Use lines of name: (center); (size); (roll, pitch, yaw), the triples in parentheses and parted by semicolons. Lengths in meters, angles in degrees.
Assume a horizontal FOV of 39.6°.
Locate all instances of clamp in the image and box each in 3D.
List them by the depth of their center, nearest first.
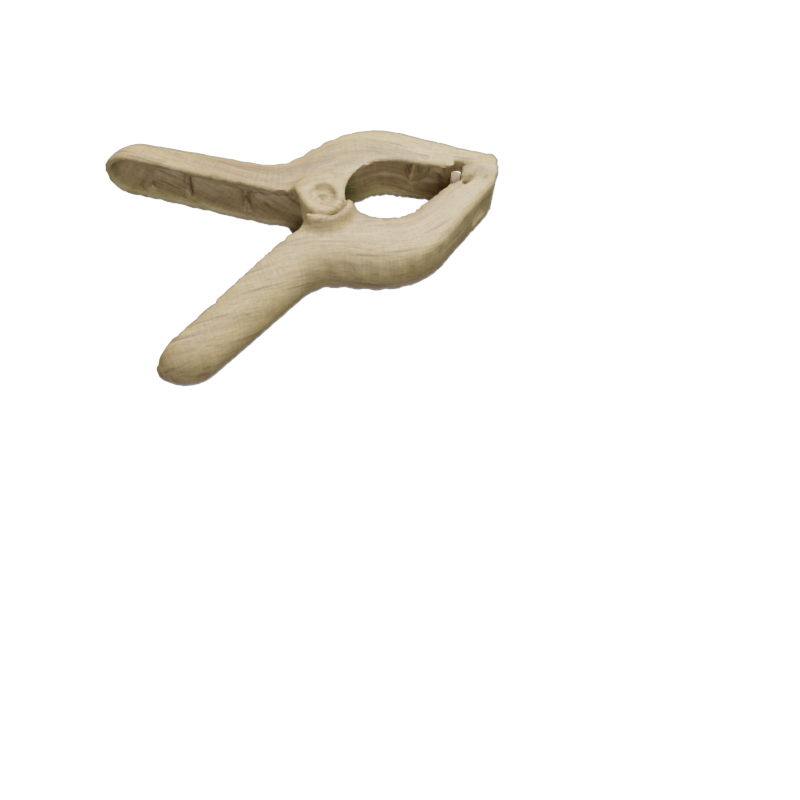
clamp: (-0.037, -0.067, 0.473); (0.170, 0.128, 0.037); (-8, -27, -5)
